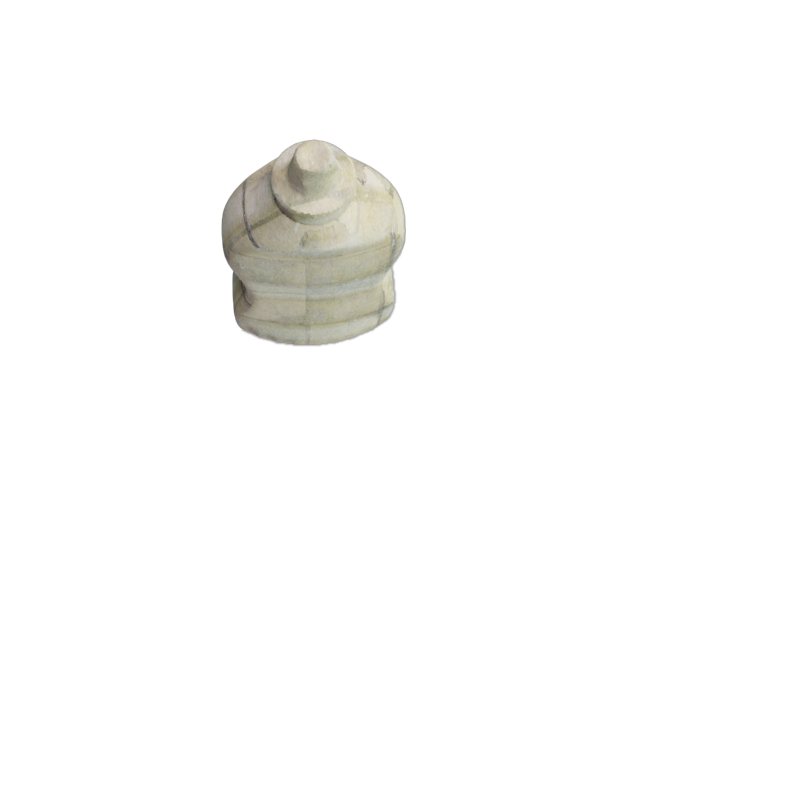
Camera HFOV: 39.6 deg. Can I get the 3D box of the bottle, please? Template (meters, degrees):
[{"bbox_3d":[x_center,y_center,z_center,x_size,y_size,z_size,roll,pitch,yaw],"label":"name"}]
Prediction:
[{"bbox_3d":[-0.047,-0.085,0.593,0.096,0.061,0.183,-2,-17,-4],"label":"bottle"}]
